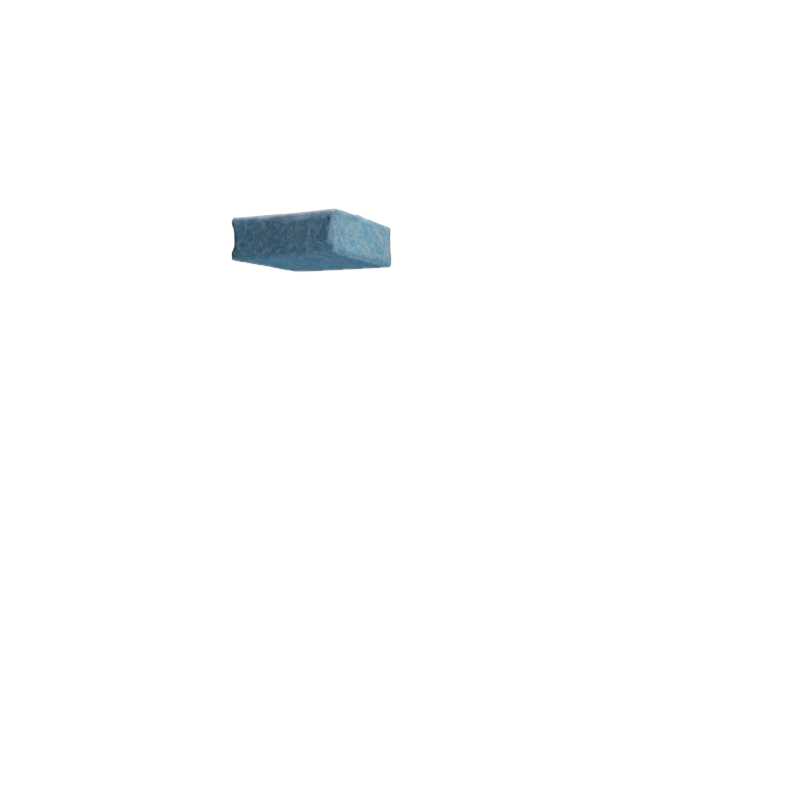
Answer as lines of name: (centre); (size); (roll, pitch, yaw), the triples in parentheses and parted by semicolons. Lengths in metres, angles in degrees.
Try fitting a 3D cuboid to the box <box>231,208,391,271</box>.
box: (-0.056, -0.102, 0.718); (0.075, 0.031, 0.086); (-1, -1, 25)
